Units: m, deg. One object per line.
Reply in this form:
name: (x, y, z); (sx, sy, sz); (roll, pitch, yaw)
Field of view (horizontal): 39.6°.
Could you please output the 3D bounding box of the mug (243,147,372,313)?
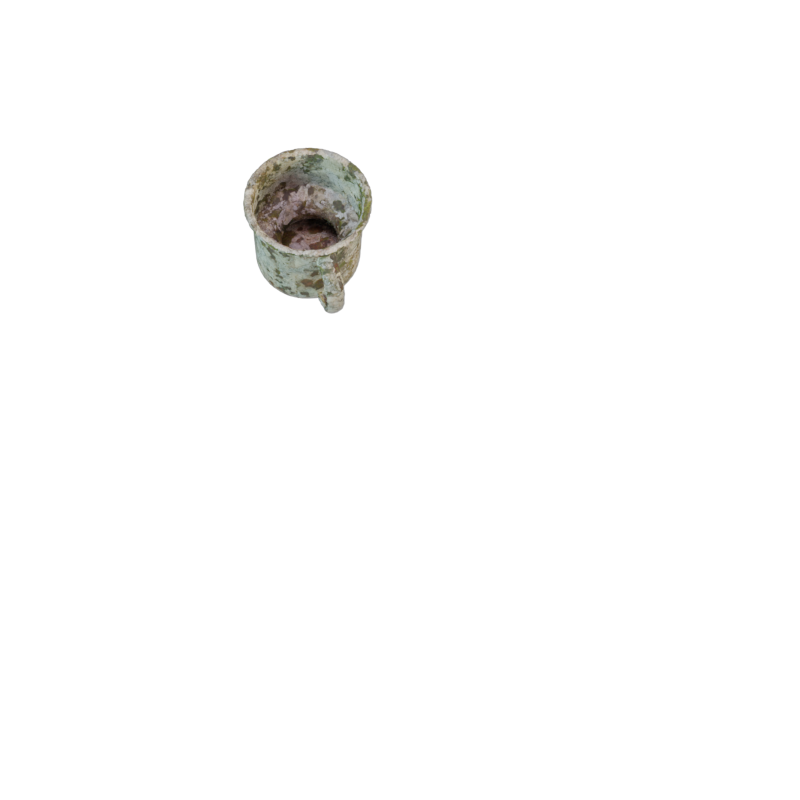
mug: (-0.065, -0.118, 0.825); (0.093, 0.125, 0.077); (-18, -26, -11)
